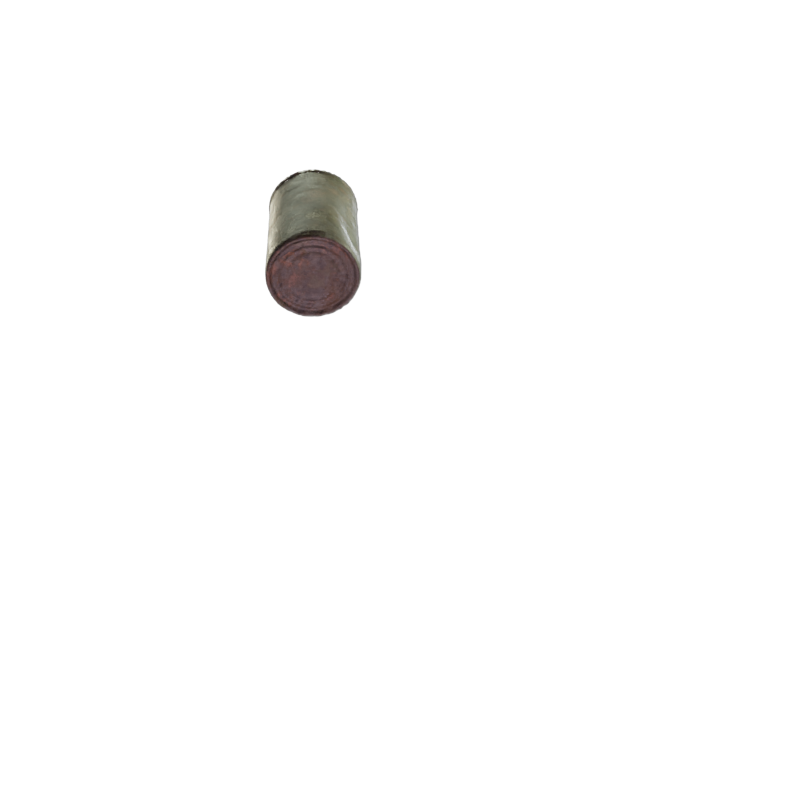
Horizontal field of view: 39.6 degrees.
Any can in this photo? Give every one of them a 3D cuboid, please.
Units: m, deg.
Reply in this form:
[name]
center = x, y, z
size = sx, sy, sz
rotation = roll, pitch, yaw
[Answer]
[can]
center = -0.063, -0.115, 0.804
size = 0.068, 0.064, 0.109
rotation = -1, 34, -3
